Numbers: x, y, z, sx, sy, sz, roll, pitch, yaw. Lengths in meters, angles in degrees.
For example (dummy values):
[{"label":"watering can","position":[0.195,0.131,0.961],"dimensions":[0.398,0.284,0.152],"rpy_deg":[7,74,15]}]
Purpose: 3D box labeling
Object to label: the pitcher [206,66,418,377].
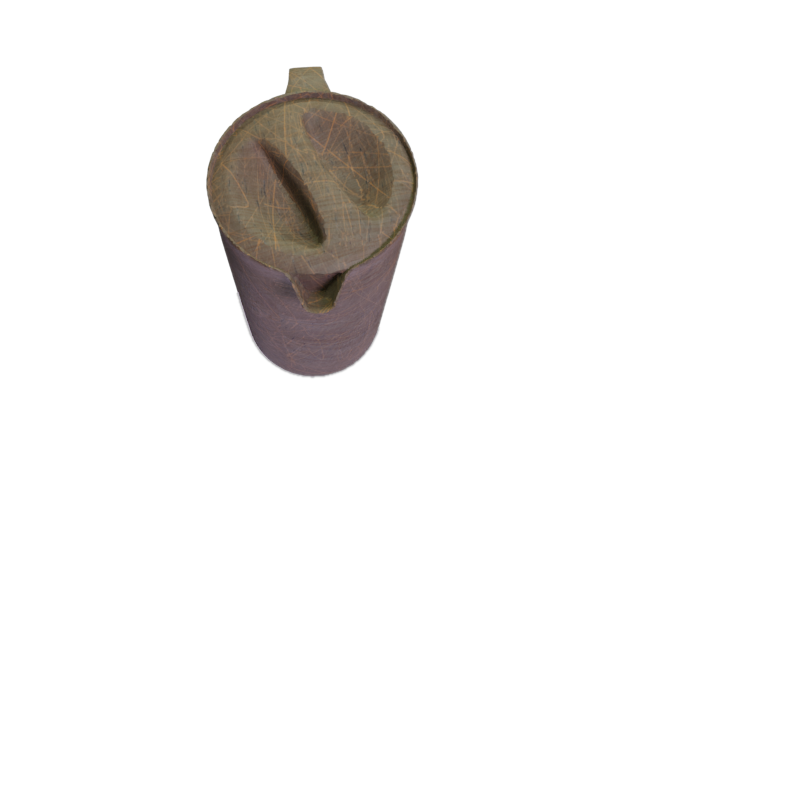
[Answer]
[{"label":"pitcher","position":[-0.063,-0.115,0.803],"dimensions":[0.150,0.151,0.231],"rpy_deg":[39,-18,11]}]
